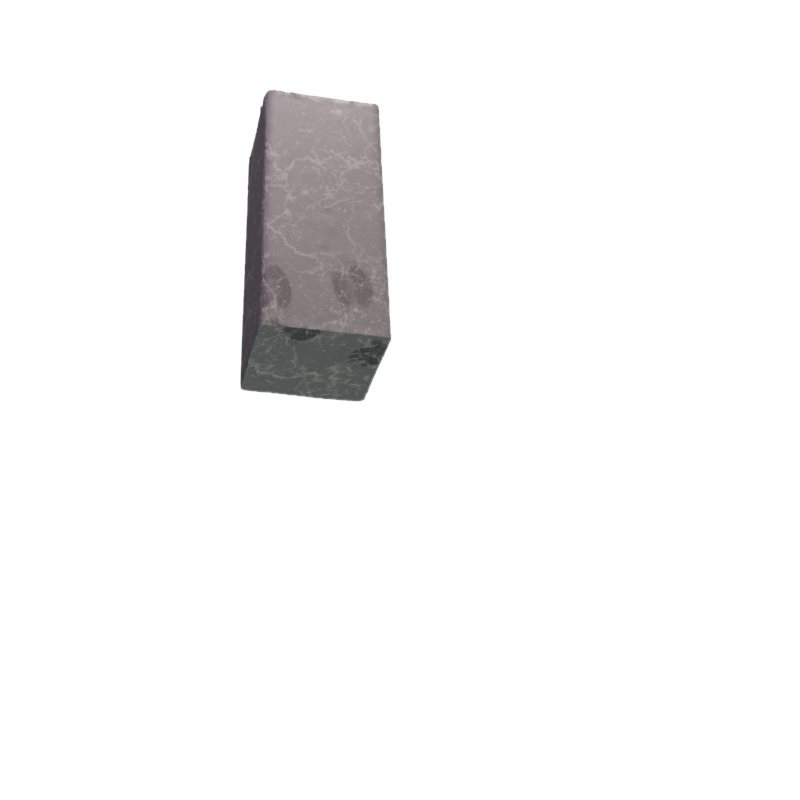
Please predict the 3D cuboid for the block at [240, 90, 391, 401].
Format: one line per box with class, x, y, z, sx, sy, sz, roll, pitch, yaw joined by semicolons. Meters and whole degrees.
block;-0.063;-0.114;0.802;0.089;0.220;0.086;5;-34;-12
